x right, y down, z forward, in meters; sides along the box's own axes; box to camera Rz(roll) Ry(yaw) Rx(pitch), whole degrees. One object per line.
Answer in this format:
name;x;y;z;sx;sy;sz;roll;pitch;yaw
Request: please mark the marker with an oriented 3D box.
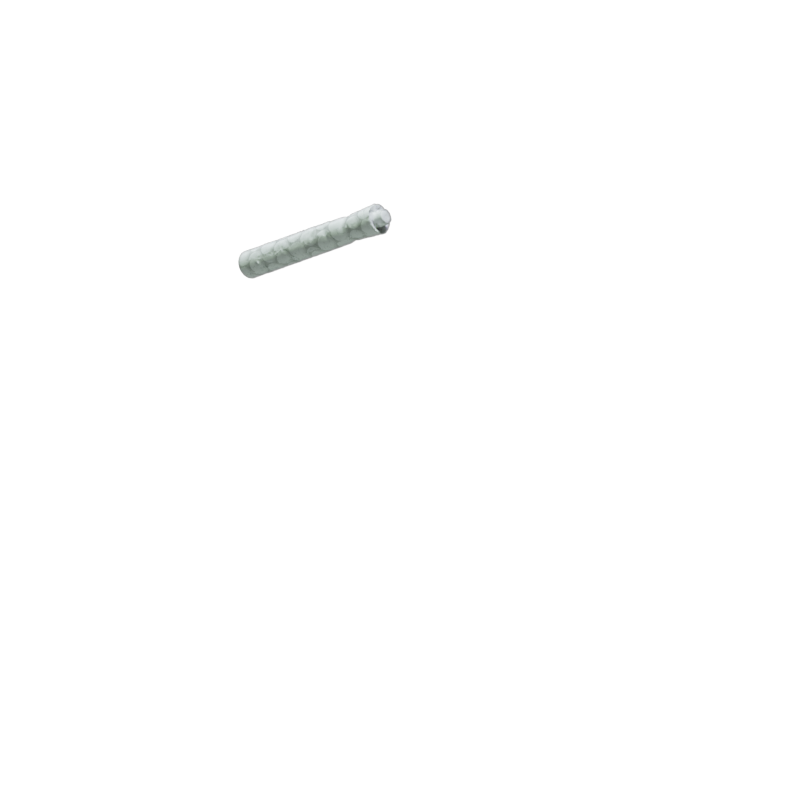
marker;-0.054;-0.098;0.687;0.123;0.020;0.019;-12;-5;41
